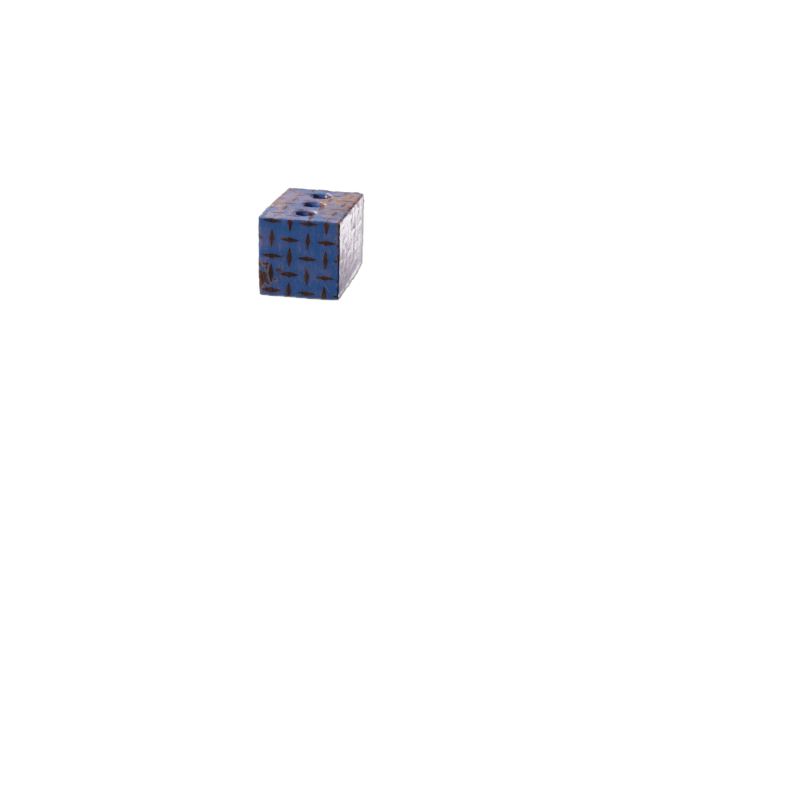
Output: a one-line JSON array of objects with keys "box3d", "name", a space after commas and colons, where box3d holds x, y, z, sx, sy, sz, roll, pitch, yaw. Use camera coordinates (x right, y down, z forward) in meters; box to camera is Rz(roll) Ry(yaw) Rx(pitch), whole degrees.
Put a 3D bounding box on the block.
[{"box3d": [-0.055, -0.101, 0.708, 0.053, 0.049, 0.080, 4, 22, 9], "name": "block"}]
